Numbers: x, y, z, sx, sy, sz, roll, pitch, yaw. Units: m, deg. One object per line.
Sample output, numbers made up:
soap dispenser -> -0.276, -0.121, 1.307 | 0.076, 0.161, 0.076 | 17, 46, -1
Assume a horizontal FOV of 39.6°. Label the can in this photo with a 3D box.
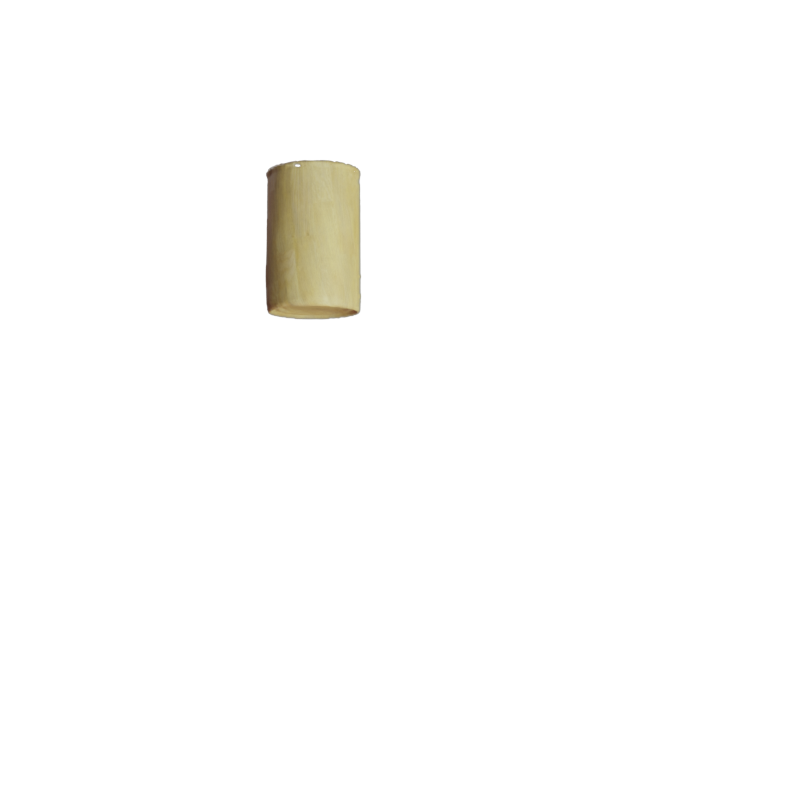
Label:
can -> -0.061, -0.112, 0.785 | 0.068, 0.105, 0.067 | 0, -10, -2
